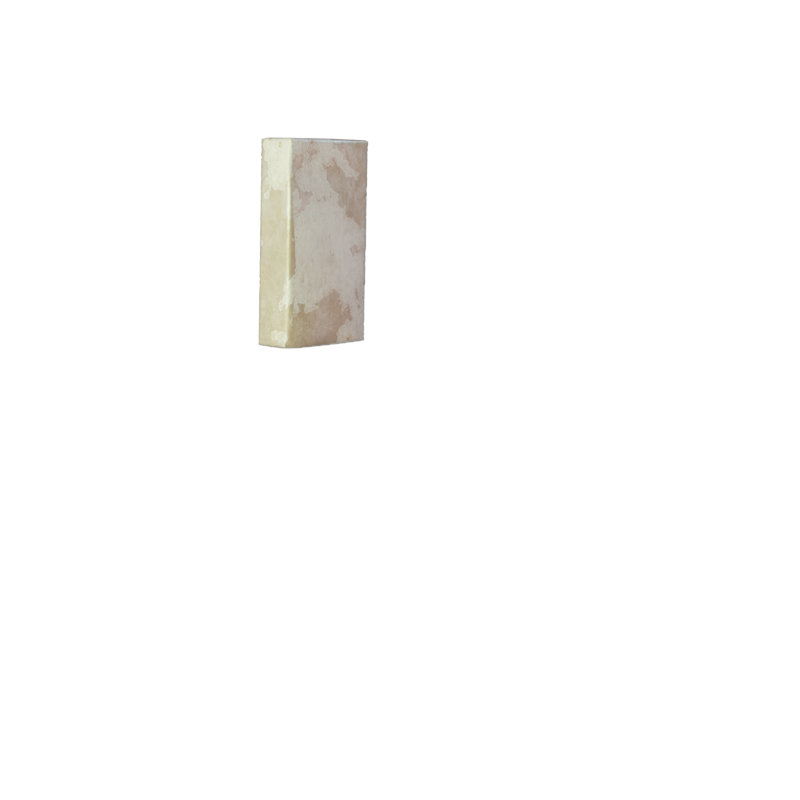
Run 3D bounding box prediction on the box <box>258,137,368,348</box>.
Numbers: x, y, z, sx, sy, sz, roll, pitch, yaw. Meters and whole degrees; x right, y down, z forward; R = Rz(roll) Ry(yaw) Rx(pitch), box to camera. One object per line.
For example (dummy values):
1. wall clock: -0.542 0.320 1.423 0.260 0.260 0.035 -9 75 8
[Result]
1. box: -0.074 -0.135 0.948 0.090 0.175 0.050 -4 5 -45
